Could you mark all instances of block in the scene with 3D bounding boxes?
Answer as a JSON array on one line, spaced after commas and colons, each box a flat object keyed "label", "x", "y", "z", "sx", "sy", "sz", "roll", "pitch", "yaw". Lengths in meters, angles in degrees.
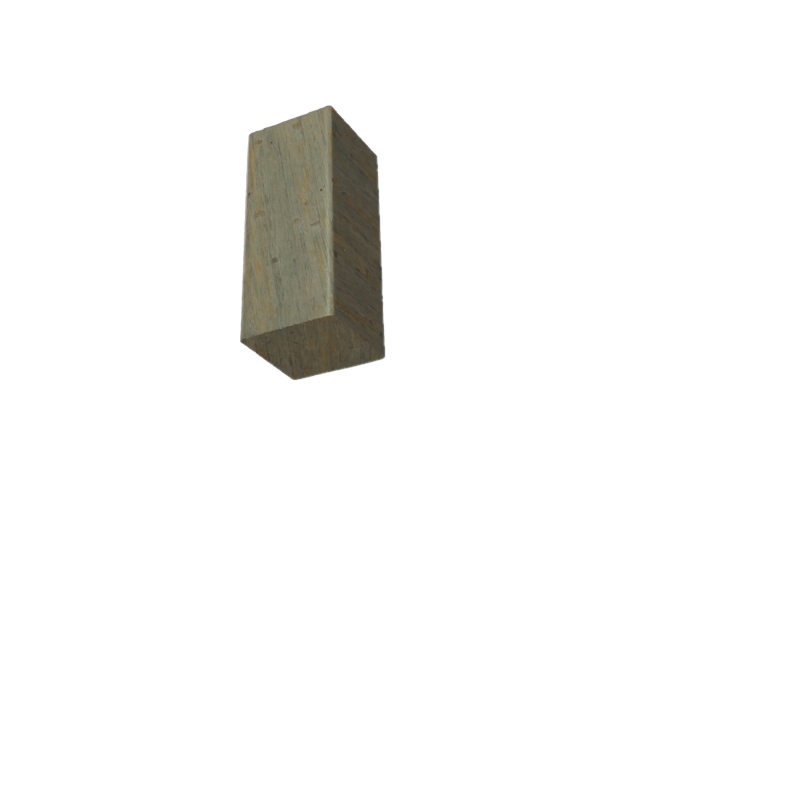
[{"label": "block", "x": -0.075, "y": -0.135, "z": 0.949, "sx": 0.091, "sy": 0.219, "sz": 0.084, "roll": -16, "pitch": -32, "yaw": 23}]
